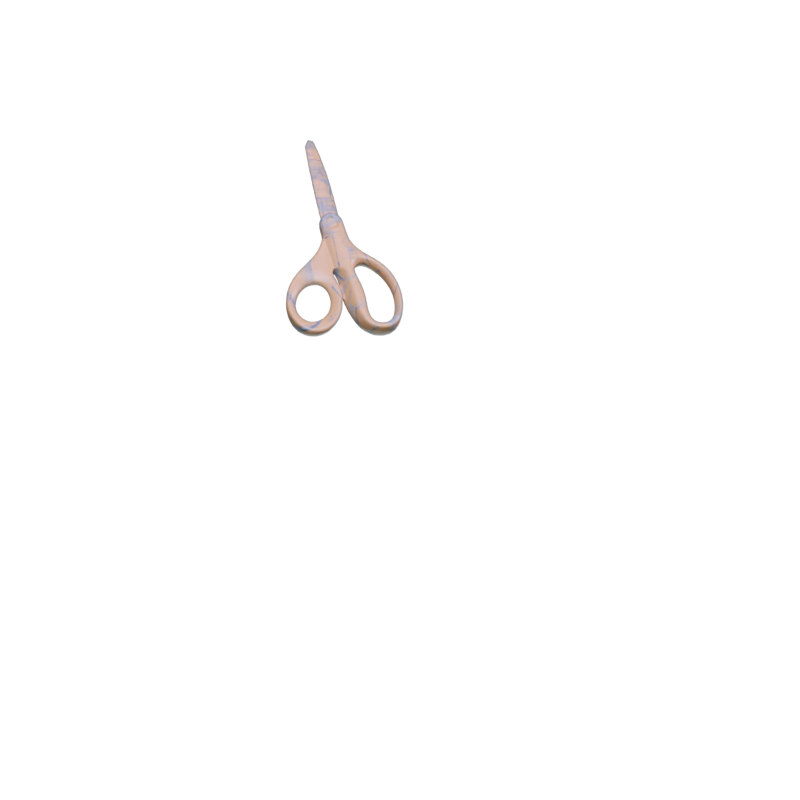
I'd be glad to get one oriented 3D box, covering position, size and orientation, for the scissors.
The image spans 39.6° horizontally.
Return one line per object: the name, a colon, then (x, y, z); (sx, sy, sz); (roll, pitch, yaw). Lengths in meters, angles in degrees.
scissors: (-0.068, -0.125, 0.873); (0.096, 0.217, 0.015); (-22, -33, -16)
